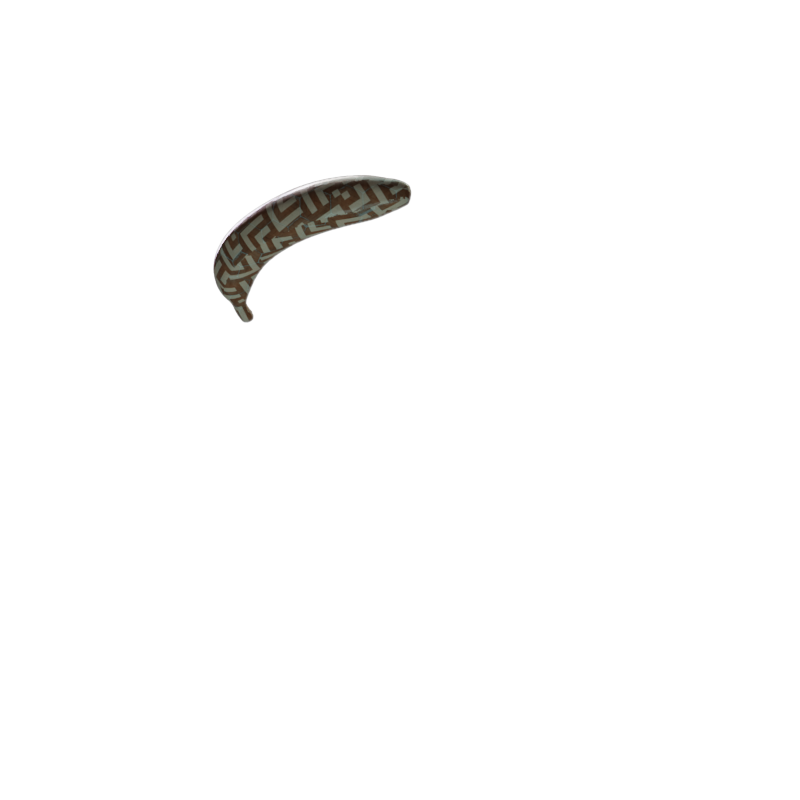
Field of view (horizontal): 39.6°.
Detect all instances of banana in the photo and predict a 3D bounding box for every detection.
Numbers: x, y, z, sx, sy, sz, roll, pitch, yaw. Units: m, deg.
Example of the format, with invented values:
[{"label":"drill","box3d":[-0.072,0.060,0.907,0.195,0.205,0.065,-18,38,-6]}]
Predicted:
[{"label":"banana","box3d":[-0.081,-0.122,0.820,0.065,0.039,0.197,26,-40,-36]}]
